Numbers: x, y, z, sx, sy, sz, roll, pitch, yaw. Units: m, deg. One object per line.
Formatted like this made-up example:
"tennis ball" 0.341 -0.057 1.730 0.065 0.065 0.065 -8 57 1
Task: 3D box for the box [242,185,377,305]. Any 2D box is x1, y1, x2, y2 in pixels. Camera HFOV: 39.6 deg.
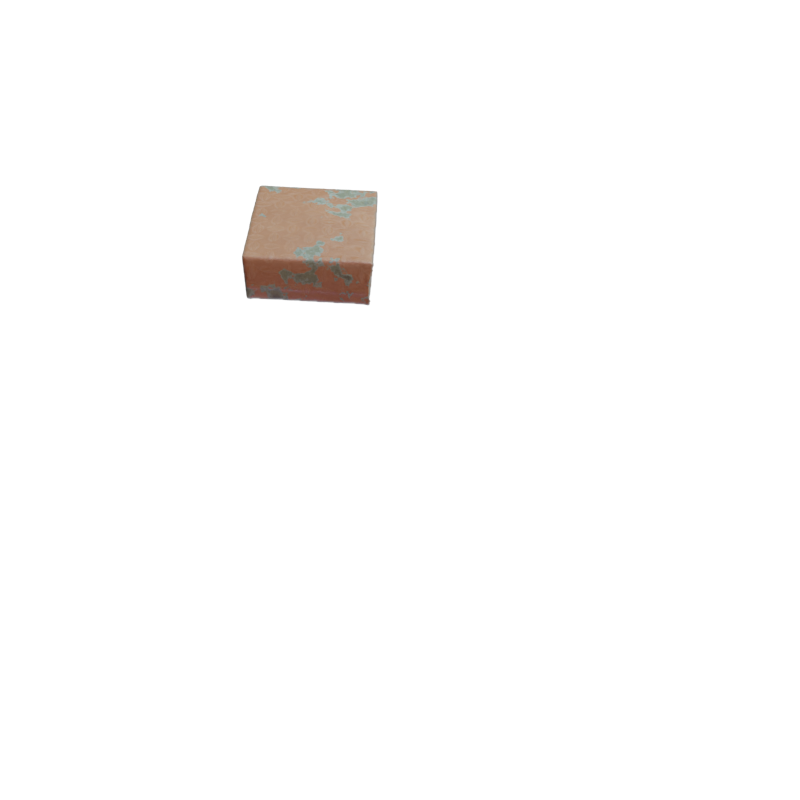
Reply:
"box" -0.063 -0.114 0.797 0.090 0.036 0.121 1 37 1
